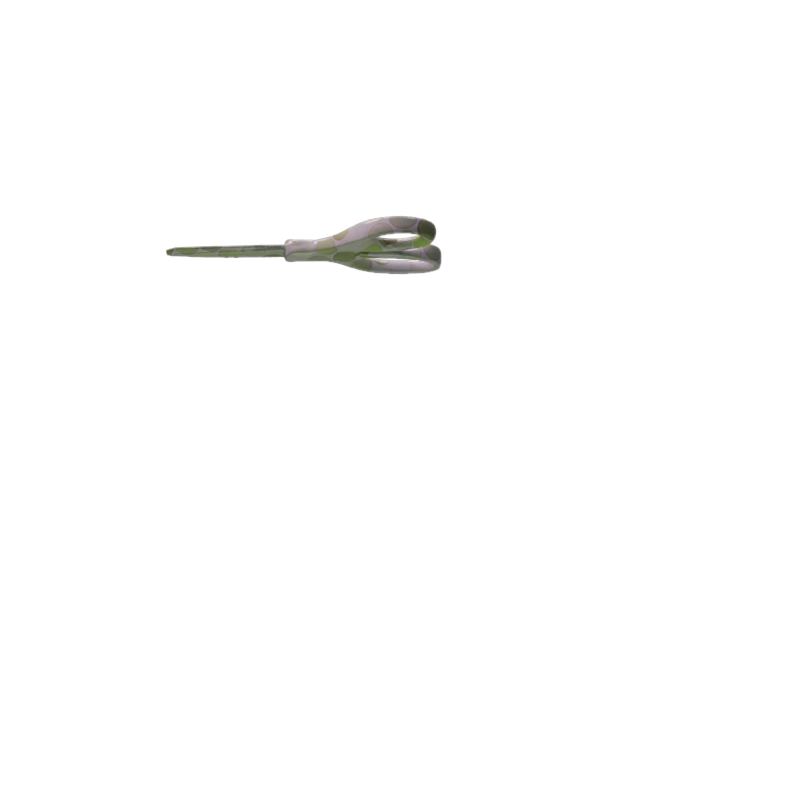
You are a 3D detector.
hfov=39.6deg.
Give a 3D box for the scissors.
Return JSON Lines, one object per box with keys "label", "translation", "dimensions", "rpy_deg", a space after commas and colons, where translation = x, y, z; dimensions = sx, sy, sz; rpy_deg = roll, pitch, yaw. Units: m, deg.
{"label": "scissors", "translation": [-0.062, -0.114, 0.796], "dimensions": [0.198, 0.016, 0.094], "rpy_deg": [4, -16, -13]}
